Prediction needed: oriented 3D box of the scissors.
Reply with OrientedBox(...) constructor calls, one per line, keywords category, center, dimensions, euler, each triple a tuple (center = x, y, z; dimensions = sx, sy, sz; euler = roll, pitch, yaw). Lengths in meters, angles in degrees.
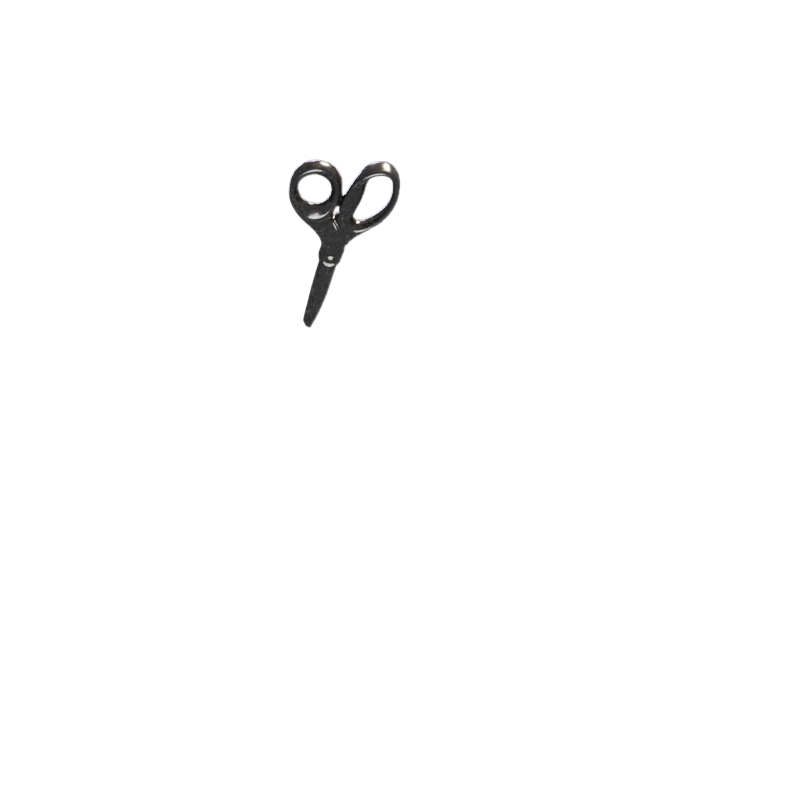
OrientedBox(category="scissors", center=(-0.072, -0.131, 0.920), dimensions=(0.092, 0.017, 0.196), euler=(21, -44, -23))
